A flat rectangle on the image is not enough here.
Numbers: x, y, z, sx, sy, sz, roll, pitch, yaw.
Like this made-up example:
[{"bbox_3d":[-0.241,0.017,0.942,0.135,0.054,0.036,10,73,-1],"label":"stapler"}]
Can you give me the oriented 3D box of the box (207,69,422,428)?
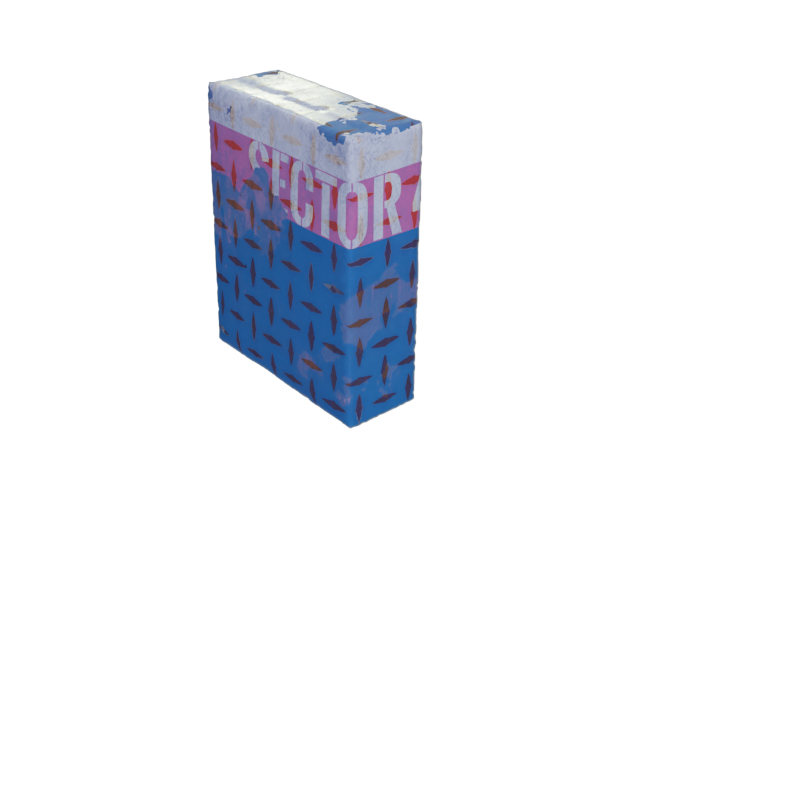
[{"bbox_3d":[-0.062,-0.113,0.795,0.071,0.202,0.176,-19,34,-35],"label":"box"}]
